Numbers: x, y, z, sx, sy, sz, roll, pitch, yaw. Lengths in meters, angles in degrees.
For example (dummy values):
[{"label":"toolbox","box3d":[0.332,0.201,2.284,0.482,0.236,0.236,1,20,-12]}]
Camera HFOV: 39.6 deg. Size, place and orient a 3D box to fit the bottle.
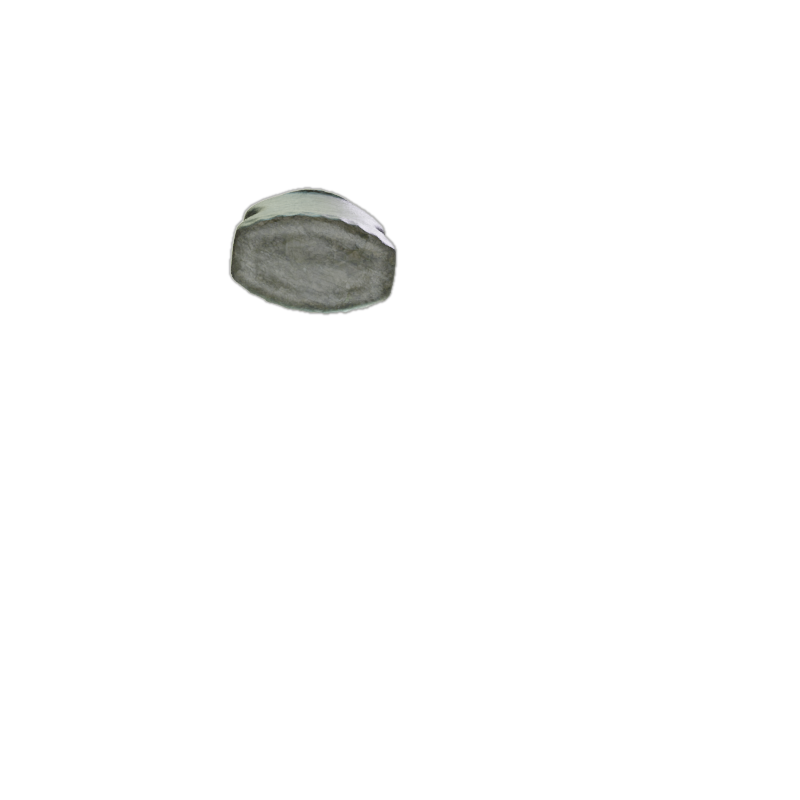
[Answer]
[{"label":"bottle","box3d":[-0.057,-0.104,0.726,0.096,0.057,0.198,5,15,-5]}]
